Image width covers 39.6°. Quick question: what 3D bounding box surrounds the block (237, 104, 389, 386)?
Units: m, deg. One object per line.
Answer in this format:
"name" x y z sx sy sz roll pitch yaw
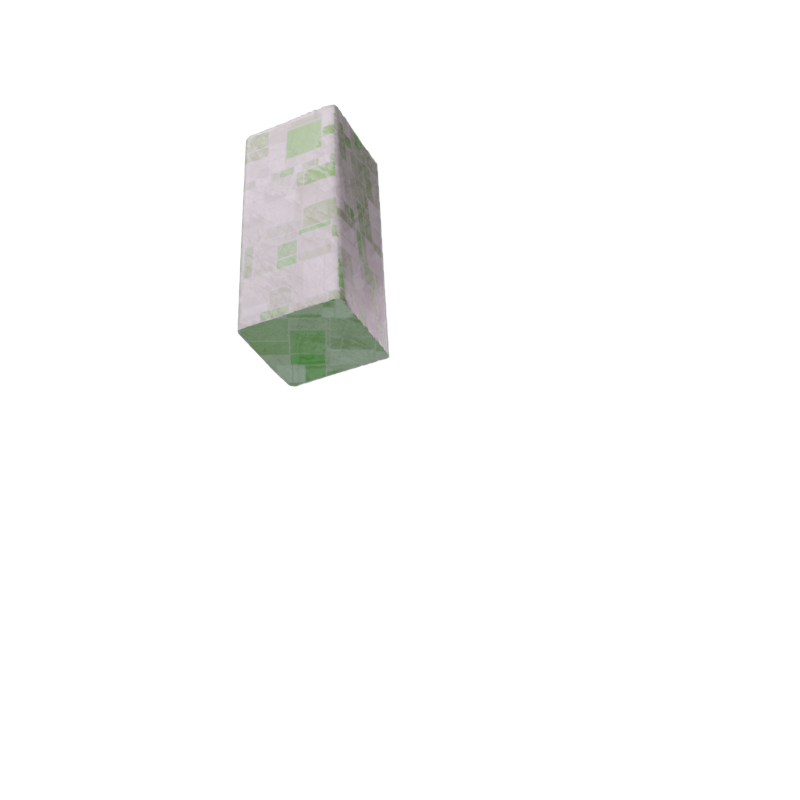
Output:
"block" -0.072 -0.130 0.907 0.091 0.221 0.083 -18 -40 19
